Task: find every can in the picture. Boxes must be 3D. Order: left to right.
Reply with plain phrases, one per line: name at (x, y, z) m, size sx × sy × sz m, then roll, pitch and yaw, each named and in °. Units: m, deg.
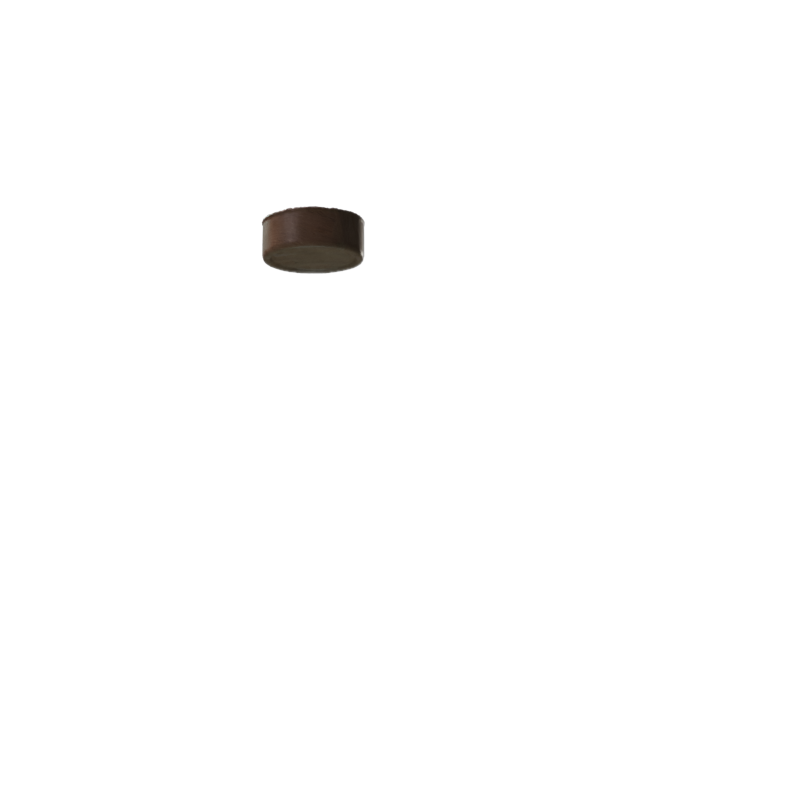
can at (-0.072, -0.131, 0.918) m, size 0.086 × 0.035 × 0.083 m, roll 0°, pitch -10°, yaw -2°
